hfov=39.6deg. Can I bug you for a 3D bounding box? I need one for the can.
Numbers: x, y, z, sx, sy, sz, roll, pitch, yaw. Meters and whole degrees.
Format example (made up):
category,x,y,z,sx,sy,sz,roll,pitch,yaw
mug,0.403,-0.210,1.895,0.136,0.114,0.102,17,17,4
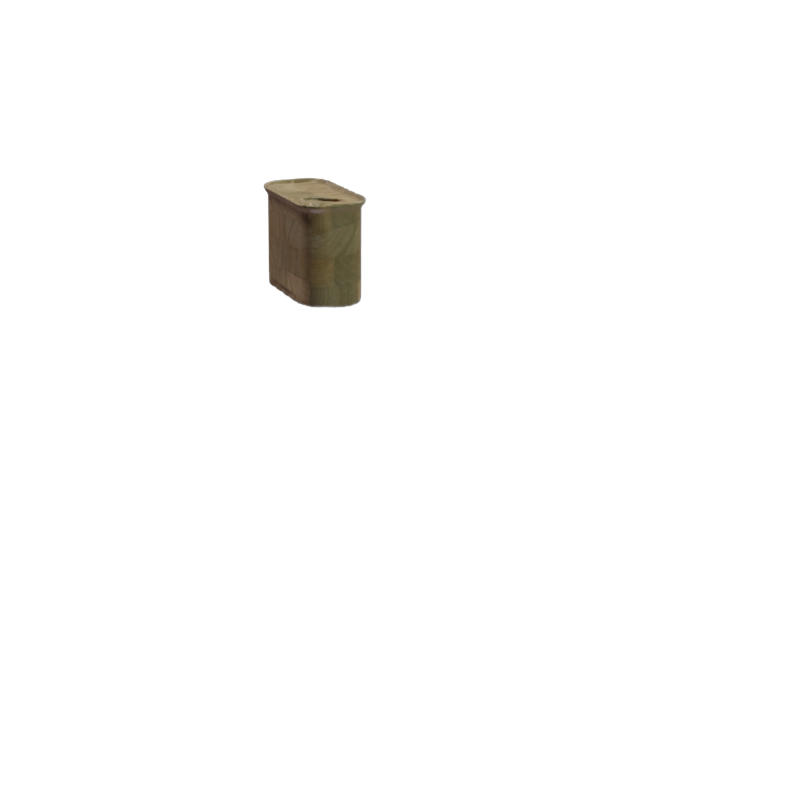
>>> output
category,x,y,z,sx,sy,sz,roll,pitch,yaw
can,-0.069,-0.126,0.886,0.056,0.081,0.108,-7,21,-25
